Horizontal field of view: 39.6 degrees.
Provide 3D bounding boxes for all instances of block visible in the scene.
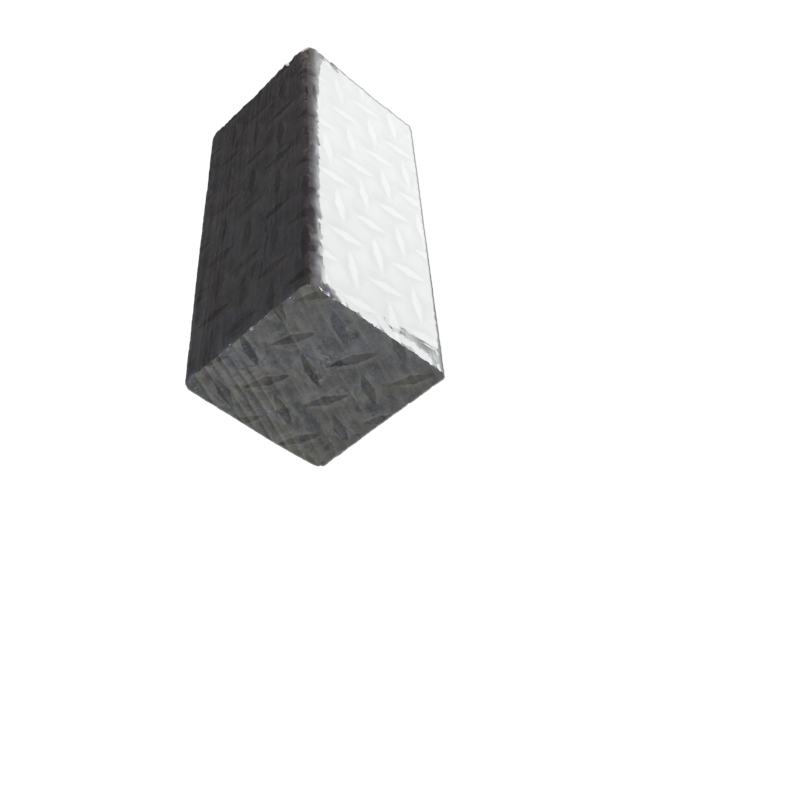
[{"bbox_3d":[-0.047,-0.085,0.591,0.085,0.221,0.090,34,-57,-30],"label":"block"}]
